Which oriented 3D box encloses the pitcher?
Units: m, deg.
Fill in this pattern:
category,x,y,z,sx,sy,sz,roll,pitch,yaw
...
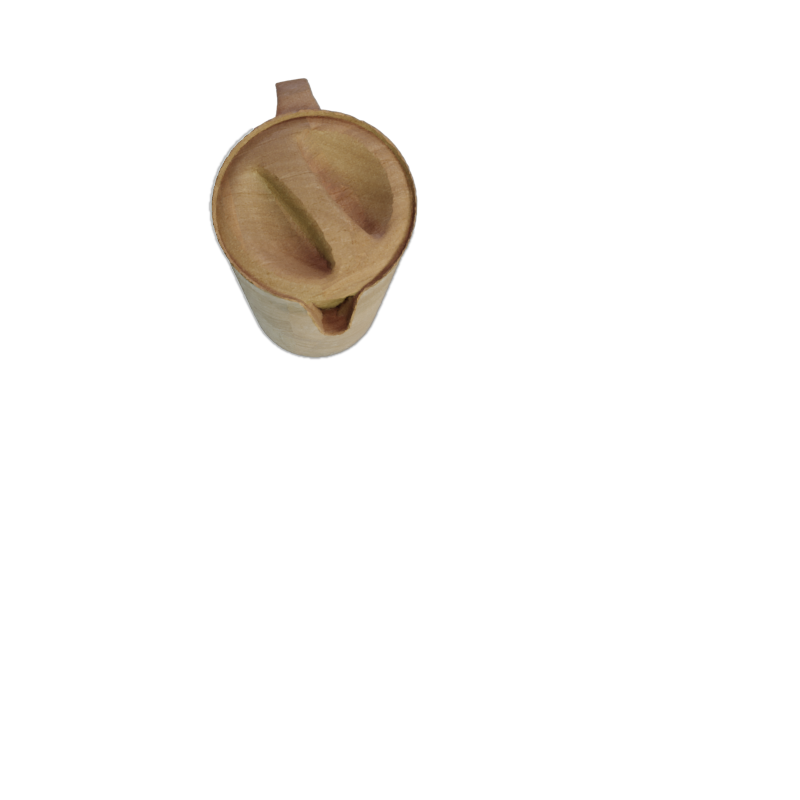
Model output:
category,x,y,z,sx,sy,sz,roll,pitch,yaw
pitcher,-0.065,-0.118,0.824,0.148,0.152,0.235,33,-12,4
